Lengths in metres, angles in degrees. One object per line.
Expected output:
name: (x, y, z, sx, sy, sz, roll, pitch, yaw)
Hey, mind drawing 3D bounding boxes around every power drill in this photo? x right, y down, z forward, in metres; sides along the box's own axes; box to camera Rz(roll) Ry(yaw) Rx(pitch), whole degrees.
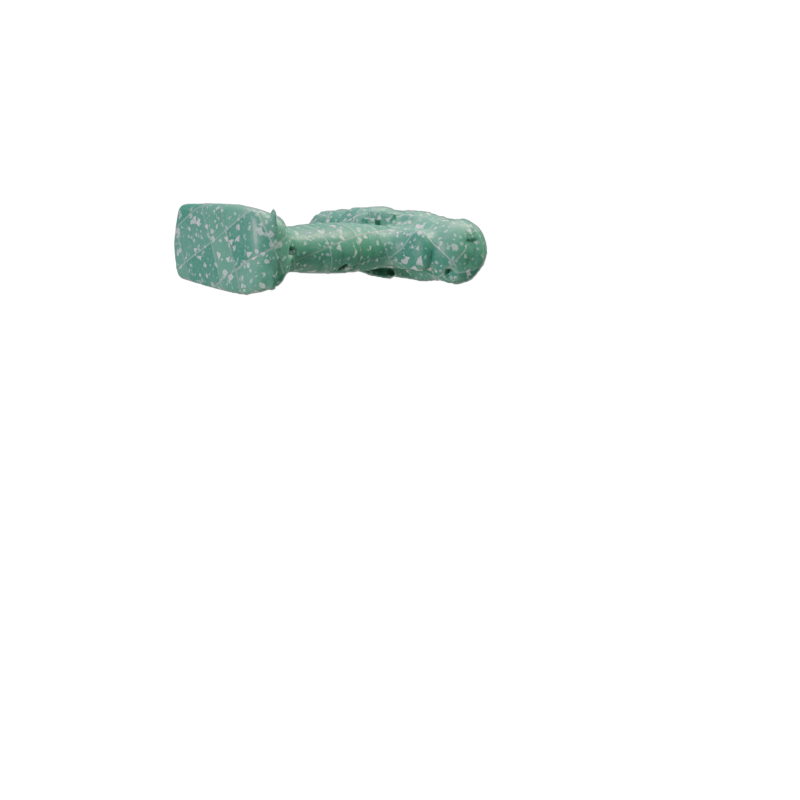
power drill: (-0.062, -0.113, 0.788, 0.182, 0.056, 0.193, -8, 14, -37)
